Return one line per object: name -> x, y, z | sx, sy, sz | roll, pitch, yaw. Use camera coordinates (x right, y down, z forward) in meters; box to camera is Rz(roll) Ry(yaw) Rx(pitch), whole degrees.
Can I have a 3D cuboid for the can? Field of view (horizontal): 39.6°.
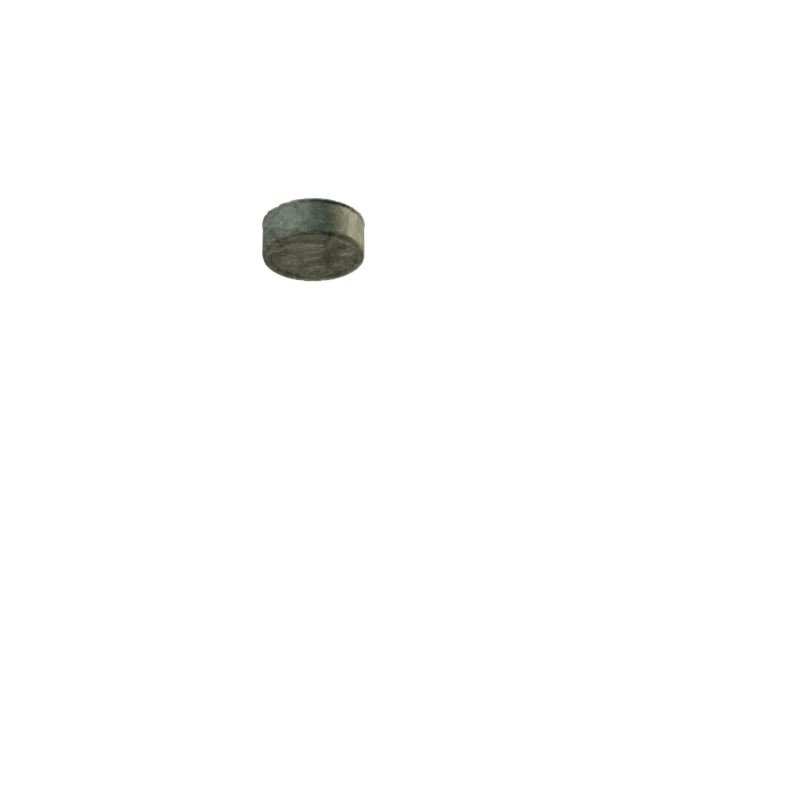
can -> -0.072, -0.131, 0.917 | 0.086, 0.035, 0.081 | 1, -23, -2
